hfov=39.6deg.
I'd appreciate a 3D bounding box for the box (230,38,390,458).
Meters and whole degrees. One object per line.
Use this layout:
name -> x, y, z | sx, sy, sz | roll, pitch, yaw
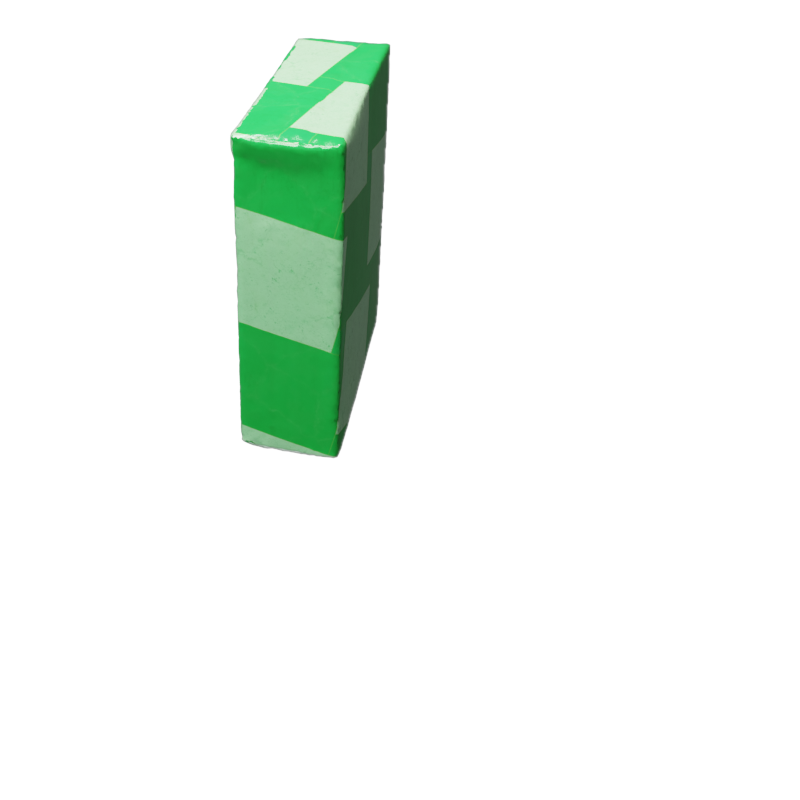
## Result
box -> -0.055, -0.100, 0.701 | 0.073, 0.201, 0.173 | 6, 33, 6
